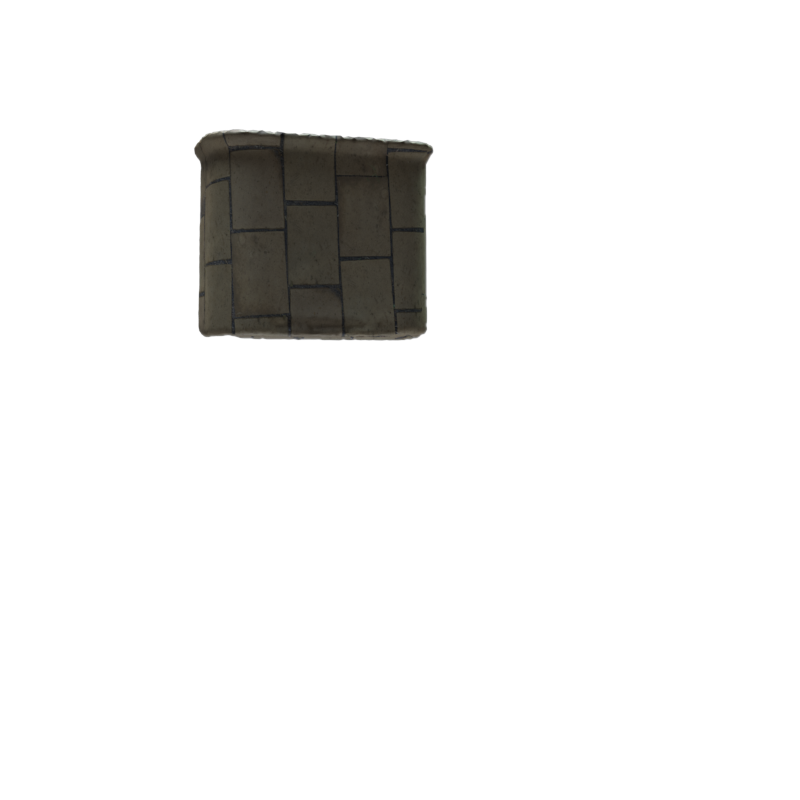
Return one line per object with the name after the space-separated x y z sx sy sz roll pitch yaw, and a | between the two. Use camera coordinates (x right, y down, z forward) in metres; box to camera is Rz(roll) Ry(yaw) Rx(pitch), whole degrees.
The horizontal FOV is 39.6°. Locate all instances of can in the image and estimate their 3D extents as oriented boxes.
-0.038 -0.069 0.480 0.100 0.085 0.058 0 -4 -17 | can
